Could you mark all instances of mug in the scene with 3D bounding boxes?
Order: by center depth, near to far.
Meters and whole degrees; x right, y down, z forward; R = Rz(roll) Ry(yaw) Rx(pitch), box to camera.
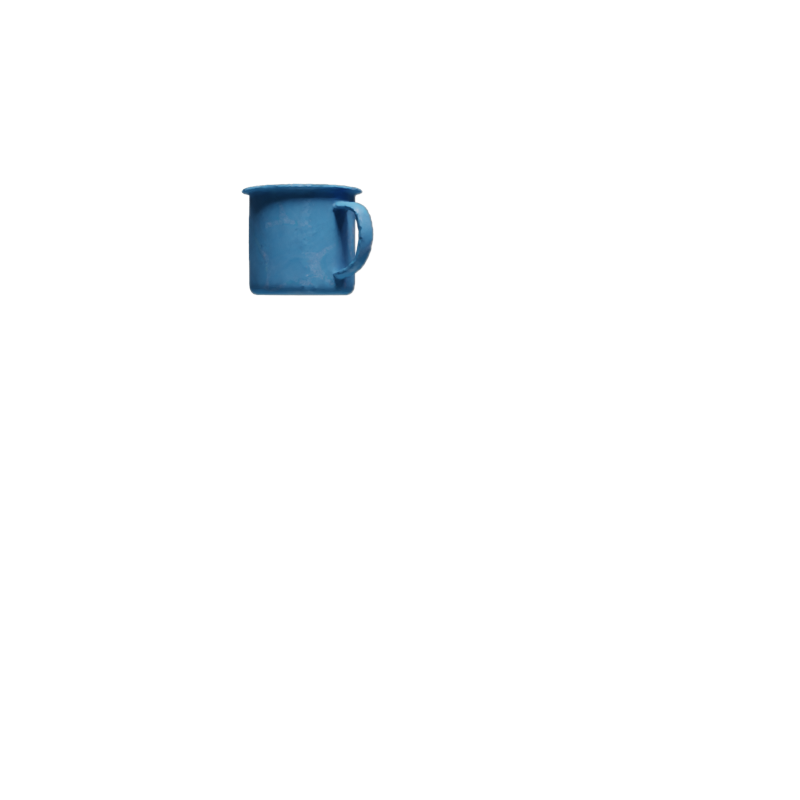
[{"bbox_3d":[-0.066,-0.121,0.845,0.122,0.082,0.090,2,2,41],"label":"mug"}]
